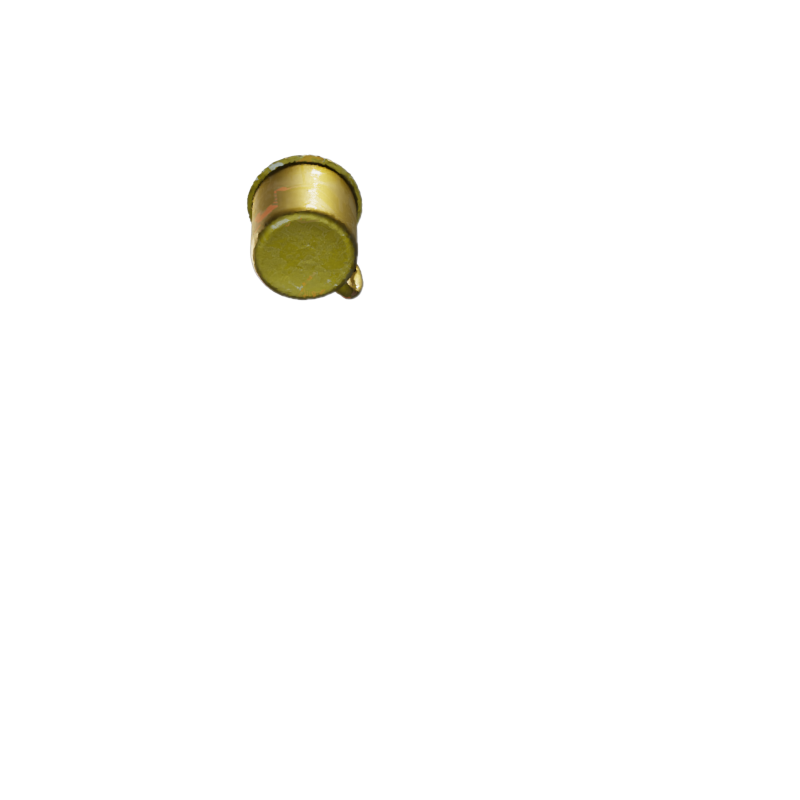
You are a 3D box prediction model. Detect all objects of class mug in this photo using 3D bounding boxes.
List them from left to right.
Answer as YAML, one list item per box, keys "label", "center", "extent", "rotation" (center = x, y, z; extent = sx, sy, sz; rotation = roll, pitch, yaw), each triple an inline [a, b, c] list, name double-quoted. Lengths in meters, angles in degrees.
- label: "mug"
  center: [-0.068, -0.124, 0.865]
  extent: [0.093, 0.110, 0.087]
  rotation: [-30, 30, 17]
